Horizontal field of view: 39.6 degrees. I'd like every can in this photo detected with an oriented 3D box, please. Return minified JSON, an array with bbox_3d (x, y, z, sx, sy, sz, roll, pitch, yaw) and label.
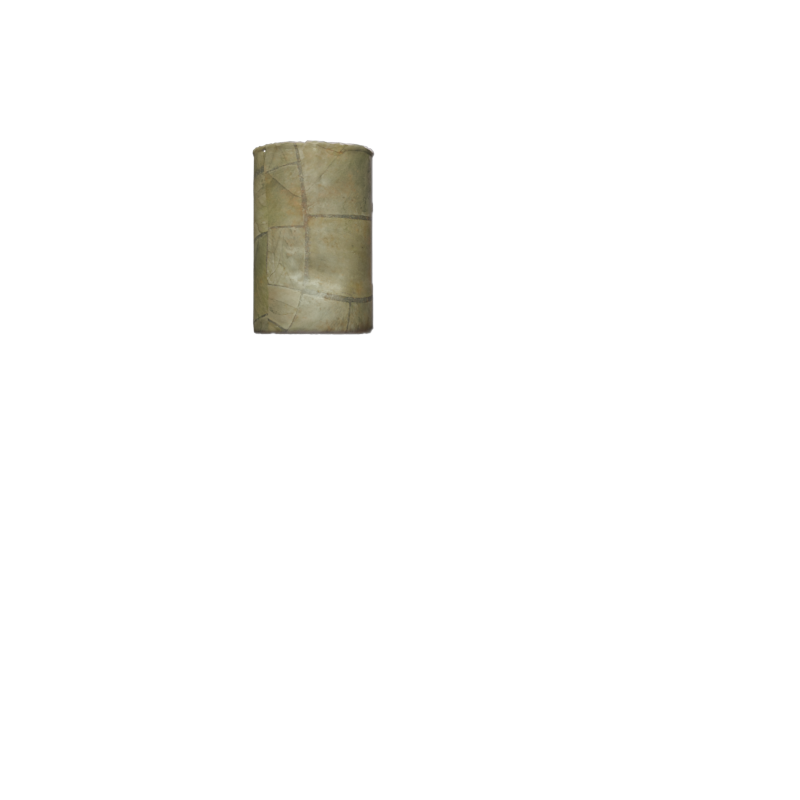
[{"bbox_3d":[-0.048,-0.088,0.615,0.068,0.103,0.068,0,-3,-2],"label":"can"}]
